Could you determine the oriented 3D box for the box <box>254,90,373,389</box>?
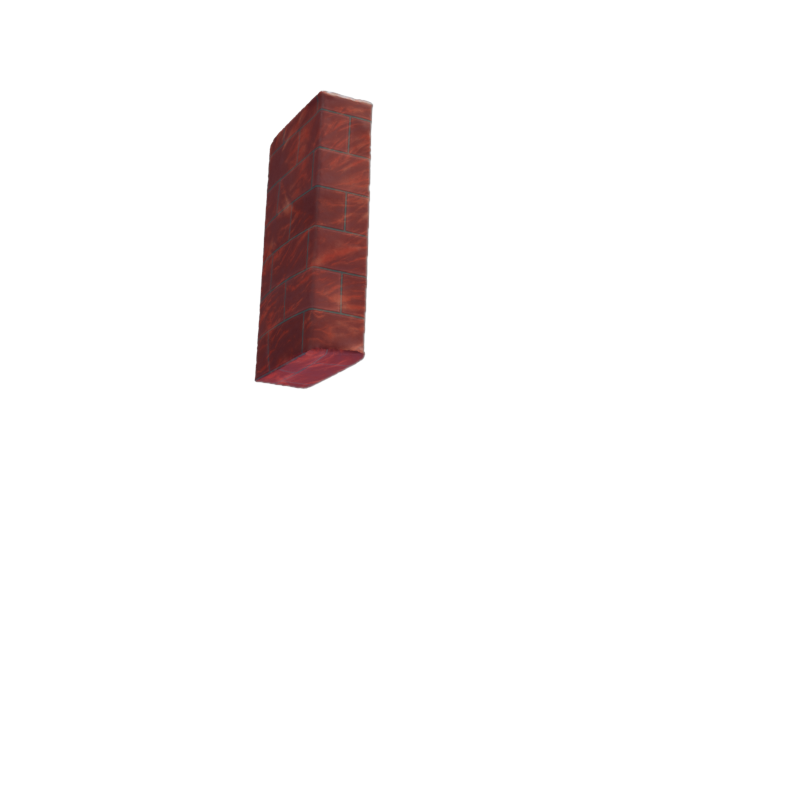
[{"bbox_3d":[-0.057,-0.104,0.729,0.046,0.184,0.093,9,-21,-27],"label":"box"}]
